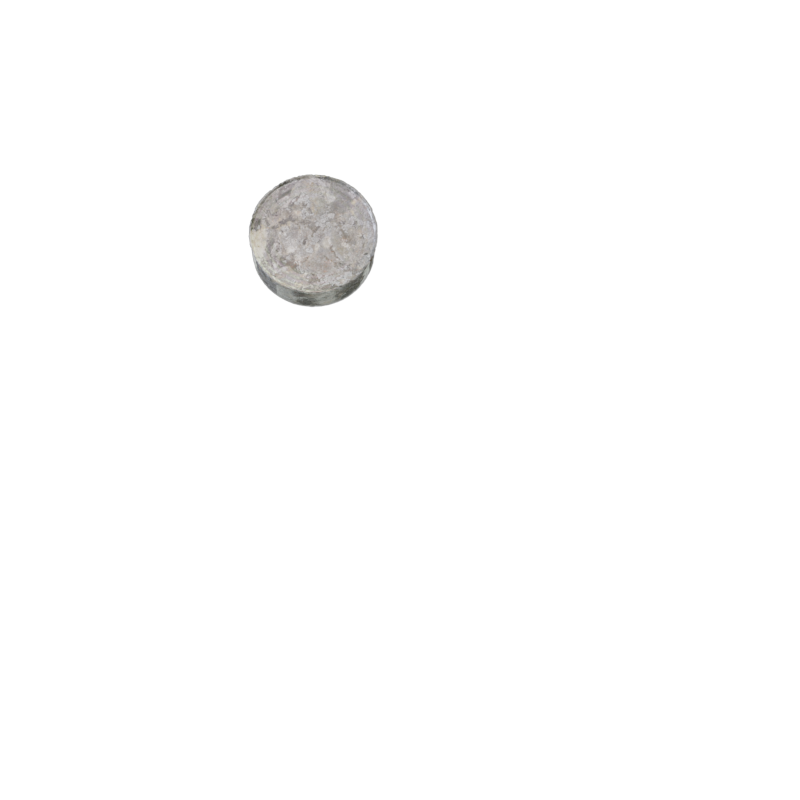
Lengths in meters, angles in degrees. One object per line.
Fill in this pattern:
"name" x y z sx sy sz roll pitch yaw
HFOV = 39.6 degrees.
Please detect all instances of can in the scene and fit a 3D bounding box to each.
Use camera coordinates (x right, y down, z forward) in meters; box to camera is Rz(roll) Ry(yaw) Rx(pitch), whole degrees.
"can" -0.059 -0.107 0.750 0.086 0.090 0.032 -1 -21 -1
